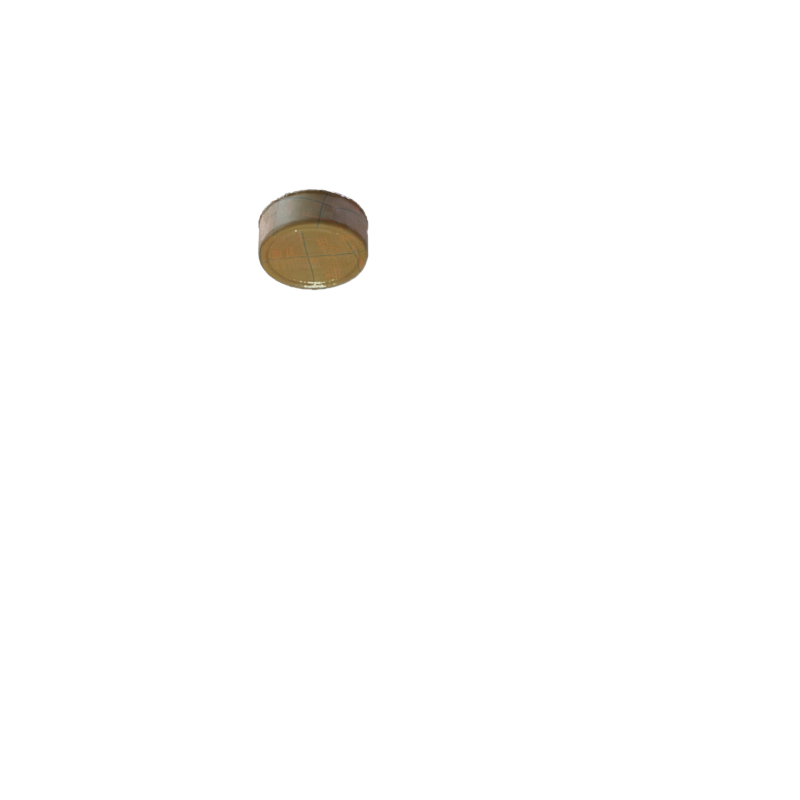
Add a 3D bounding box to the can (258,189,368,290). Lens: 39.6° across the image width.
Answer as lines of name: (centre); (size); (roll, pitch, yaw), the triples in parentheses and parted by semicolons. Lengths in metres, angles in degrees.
can: (-0.067, -0.122, 0.852); (0.086, 0.036, 0.080); (1, -34, -2)
